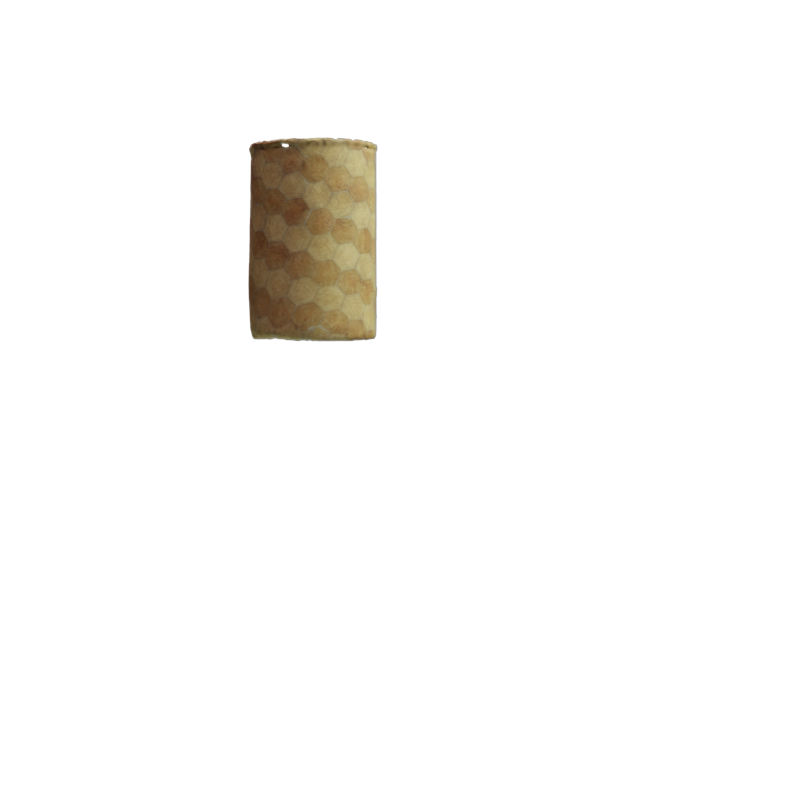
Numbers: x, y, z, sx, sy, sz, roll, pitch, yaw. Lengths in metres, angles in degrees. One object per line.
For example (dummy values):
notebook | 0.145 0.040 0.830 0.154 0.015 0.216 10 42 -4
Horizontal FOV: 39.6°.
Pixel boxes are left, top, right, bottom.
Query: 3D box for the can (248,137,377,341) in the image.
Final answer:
can | -0.046 -0.083 0.584 0.068 0.103 0.068 0 0 -2
